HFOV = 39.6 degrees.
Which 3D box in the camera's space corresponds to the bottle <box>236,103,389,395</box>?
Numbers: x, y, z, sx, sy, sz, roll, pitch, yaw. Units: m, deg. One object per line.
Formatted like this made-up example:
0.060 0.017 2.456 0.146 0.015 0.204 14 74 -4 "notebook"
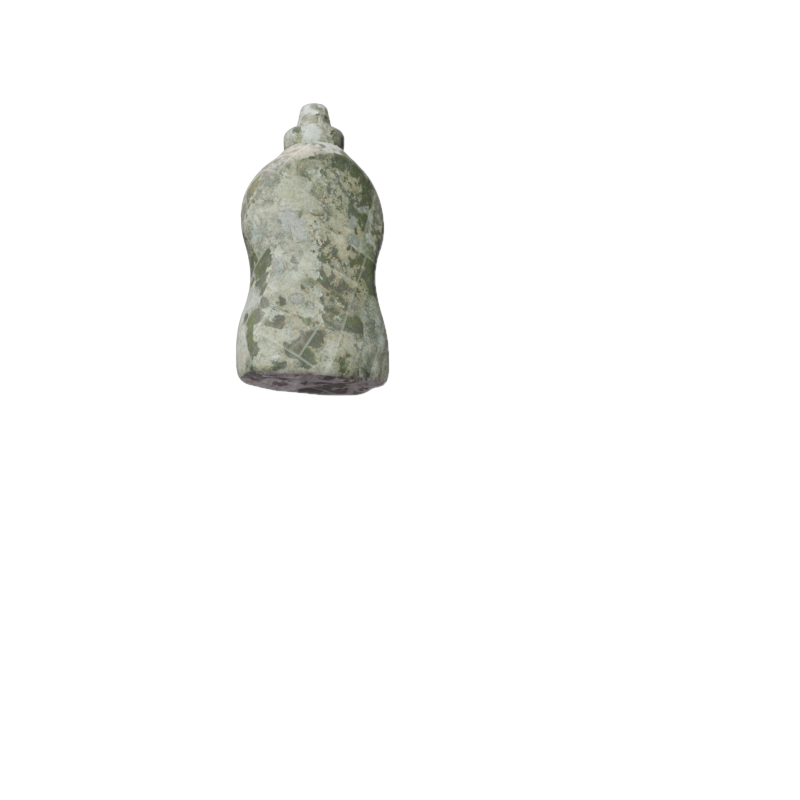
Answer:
-0.056 -0.103 0.721 0.093 0.200 0.058 7 -20 -24 "bottle"
